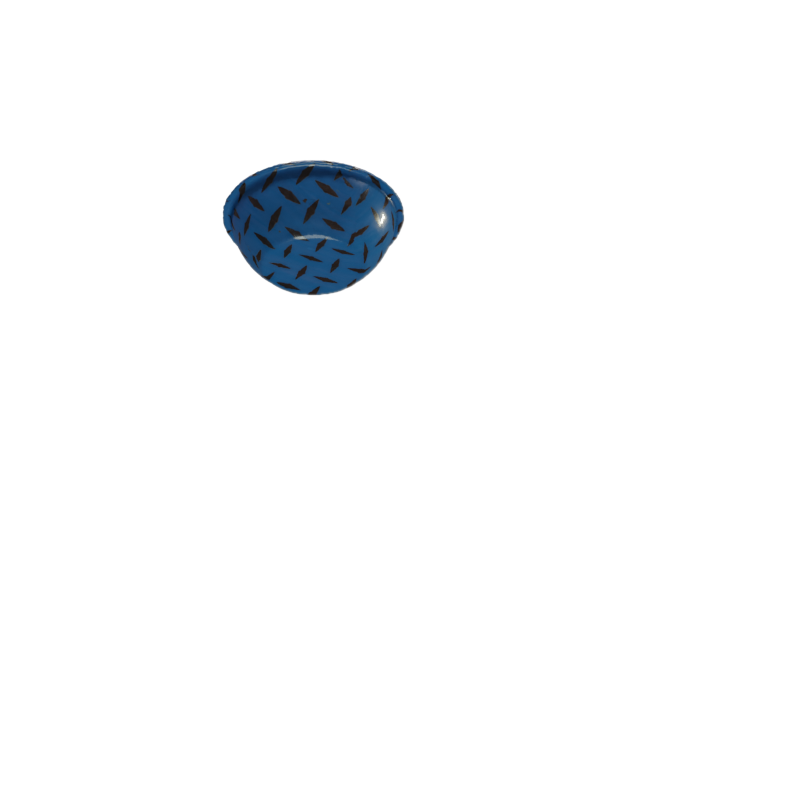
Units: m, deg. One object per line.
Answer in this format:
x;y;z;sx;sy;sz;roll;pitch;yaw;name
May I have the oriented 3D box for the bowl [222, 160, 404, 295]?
-0.076;-0.139;0.974;0.162;0.059;0.152;1;-30;-2;bowl
